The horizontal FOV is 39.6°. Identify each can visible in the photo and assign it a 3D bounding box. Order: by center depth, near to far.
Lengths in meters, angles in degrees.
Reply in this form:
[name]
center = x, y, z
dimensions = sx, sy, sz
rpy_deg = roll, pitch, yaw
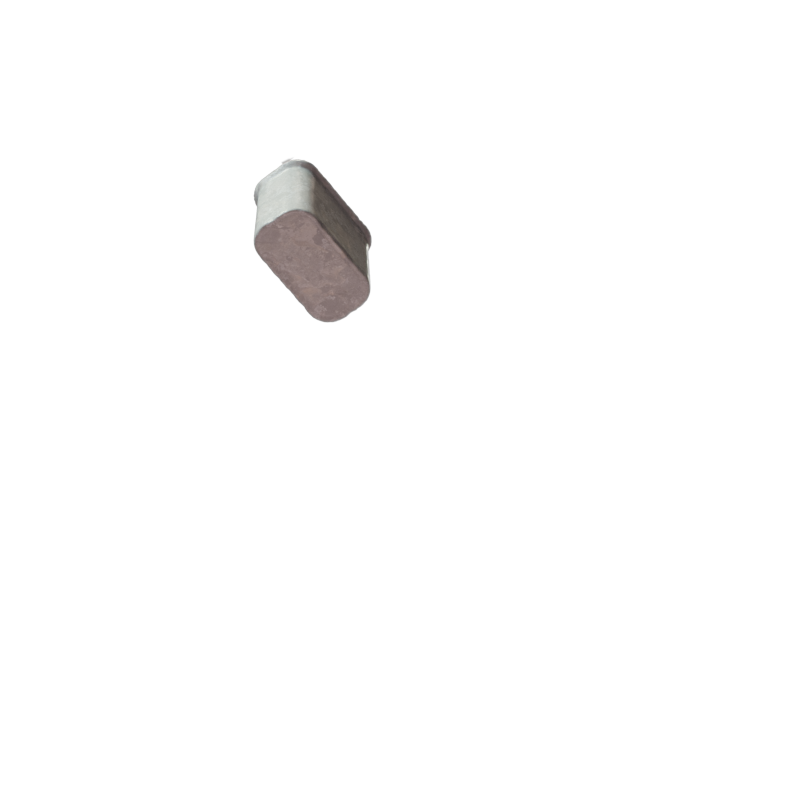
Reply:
[can]
center = -0.065, -0.119, 0.835
dimensions = 0.057, 0.096, 0.089
rpy_deg = -34, 26, 17
